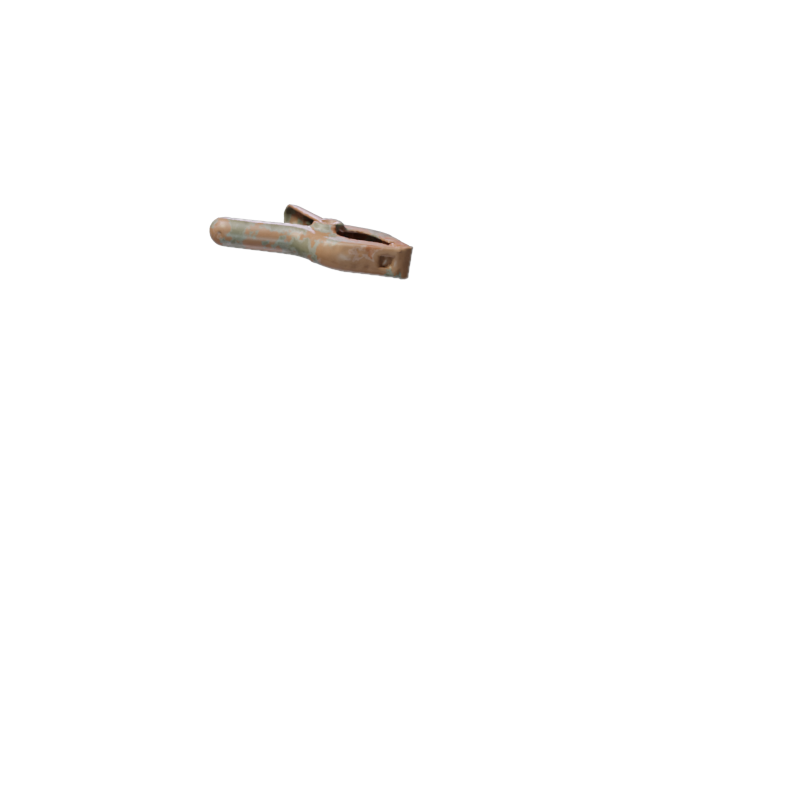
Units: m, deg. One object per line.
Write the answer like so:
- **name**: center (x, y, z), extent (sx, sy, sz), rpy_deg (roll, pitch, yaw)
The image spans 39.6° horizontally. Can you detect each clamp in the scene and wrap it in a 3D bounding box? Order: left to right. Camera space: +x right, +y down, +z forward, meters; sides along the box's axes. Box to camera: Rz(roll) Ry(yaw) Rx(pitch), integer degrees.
- **clamp**: center (-0.073, -0.133, 0.935), extent (0.181, 0.037, 0.118), rpy_deg (20, 30, 38)
